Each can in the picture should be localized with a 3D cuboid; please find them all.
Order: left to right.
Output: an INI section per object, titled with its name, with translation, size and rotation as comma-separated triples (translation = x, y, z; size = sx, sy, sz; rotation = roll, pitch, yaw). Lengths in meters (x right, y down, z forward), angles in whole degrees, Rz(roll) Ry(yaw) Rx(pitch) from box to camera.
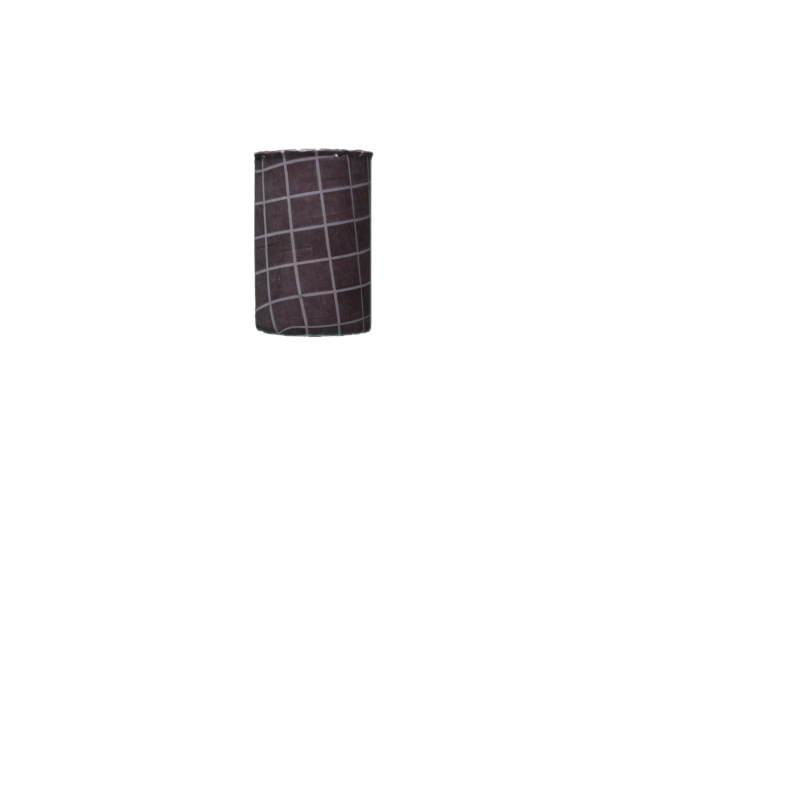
[can]
translation = -0.049, -0.090, 0.631
size = 0.068, 0.102, 0.069
rotation = 0, 3, -2
